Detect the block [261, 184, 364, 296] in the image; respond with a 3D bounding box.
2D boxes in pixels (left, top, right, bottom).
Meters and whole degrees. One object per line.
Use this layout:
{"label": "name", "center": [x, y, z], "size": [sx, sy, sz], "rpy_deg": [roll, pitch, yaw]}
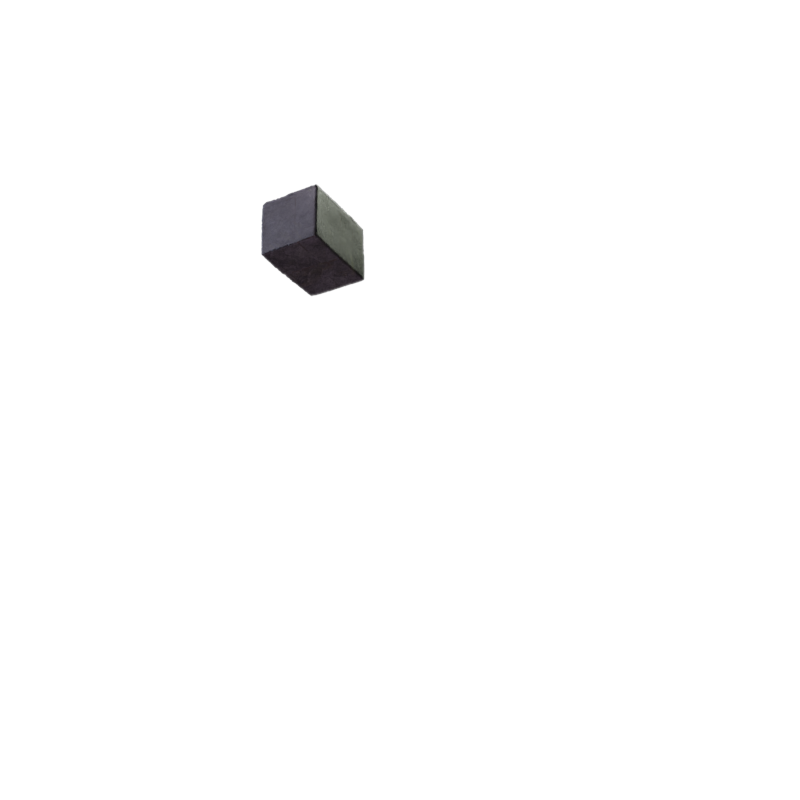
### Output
{"label": "block", "center": [-0.070, -0.127, 0.893], "size": [0.053, 0.055, 0.072], "rpy_deg": [-16, -32, 25]}
